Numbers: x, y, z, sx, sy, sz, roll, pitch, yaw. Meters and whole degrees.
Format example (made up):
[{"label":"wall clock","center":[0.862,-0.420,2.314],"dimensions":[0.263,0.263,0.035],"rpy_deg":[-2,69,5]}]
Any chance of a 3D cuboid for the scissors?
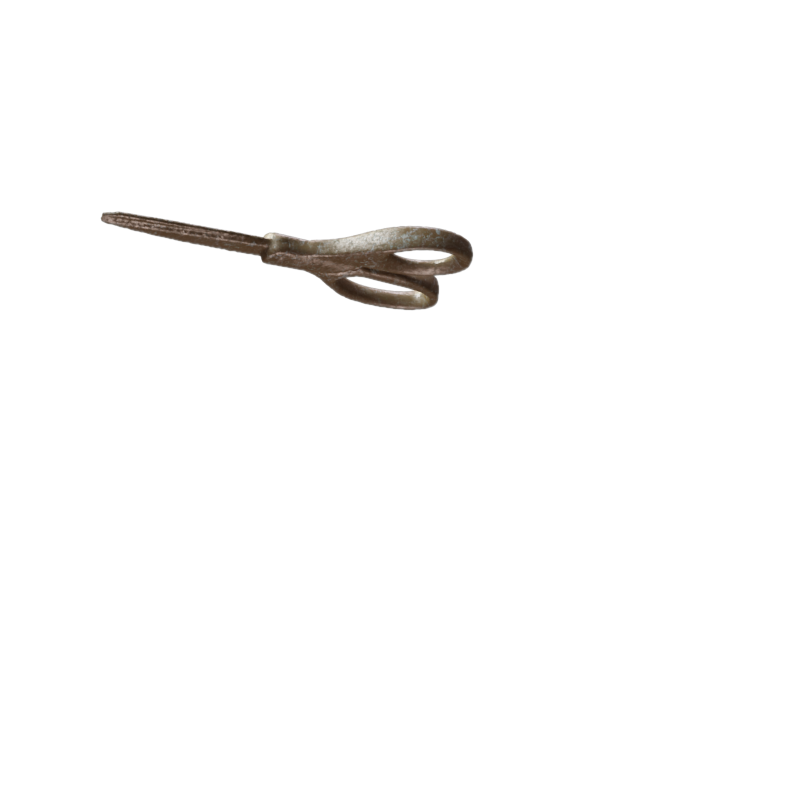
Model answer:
[{"label":"scissors","center":[-0.046,-0.083,0.584],"dimensions":[0.191,0.017,0.097],"rpy_deg":[15,-24,-37]}]
